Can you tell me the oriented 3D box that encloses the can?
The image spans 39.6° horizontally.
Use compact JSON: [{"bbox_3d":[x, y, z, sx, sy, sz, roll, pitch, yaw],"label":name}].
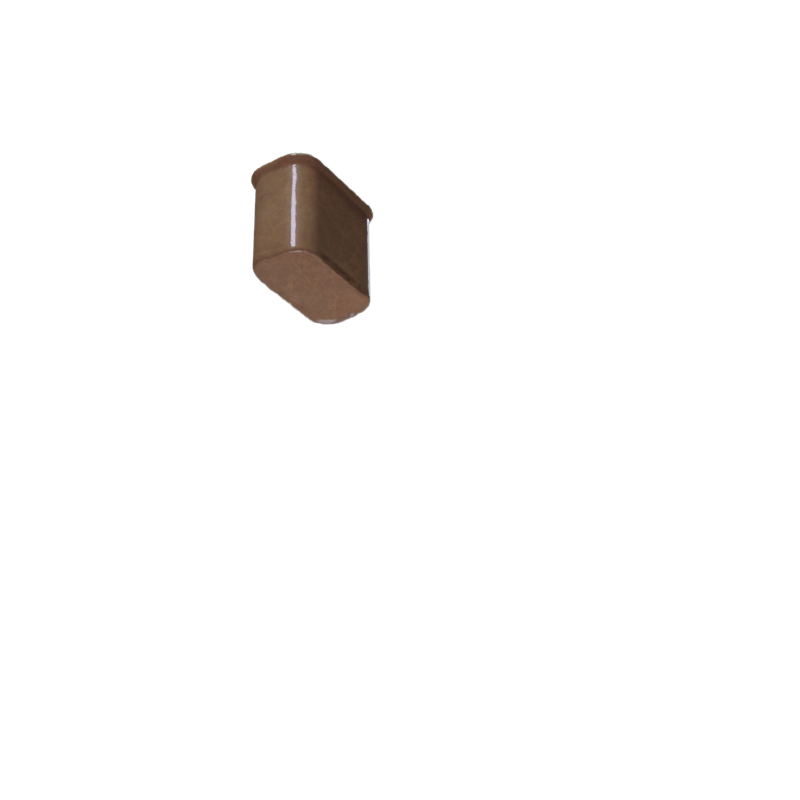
[{"bbox_3d":[-0.063,-0.114,0.801,0.058,0.090,0.094,-21,-37,27],"label":"can"}]
